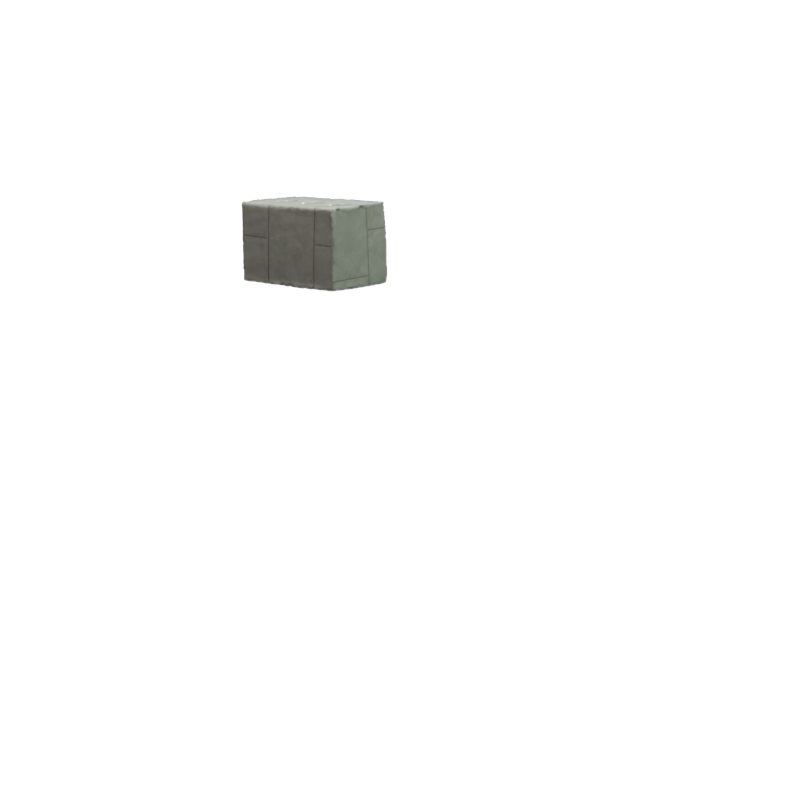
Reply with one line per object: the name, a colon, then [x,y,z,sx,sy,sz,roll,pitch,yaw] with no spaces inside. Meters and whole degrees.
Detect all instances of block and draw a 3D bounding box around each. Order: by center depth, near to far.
block: [-0.054,-0.099,0.694,0.082,0.050,0.051,9,14,37]
